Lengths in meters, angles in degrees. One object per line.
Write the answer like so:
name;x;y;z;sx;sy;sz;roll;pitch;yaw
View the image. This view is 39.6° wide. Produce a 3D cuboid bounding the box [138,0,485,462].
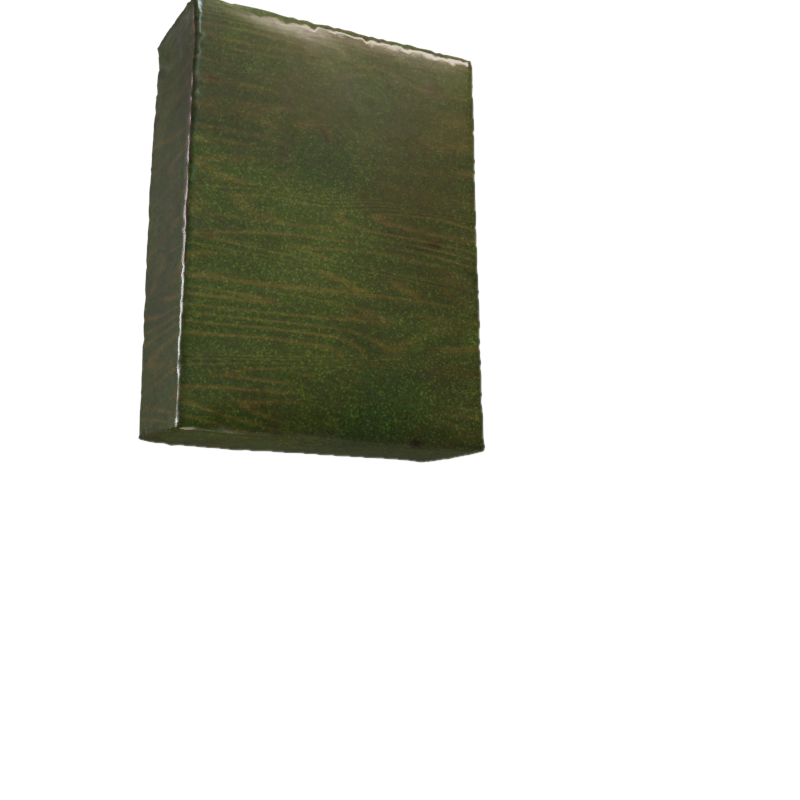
box;-0.044;-0.081;0.568;0.158;0.222;0.072;7;-18;-27
